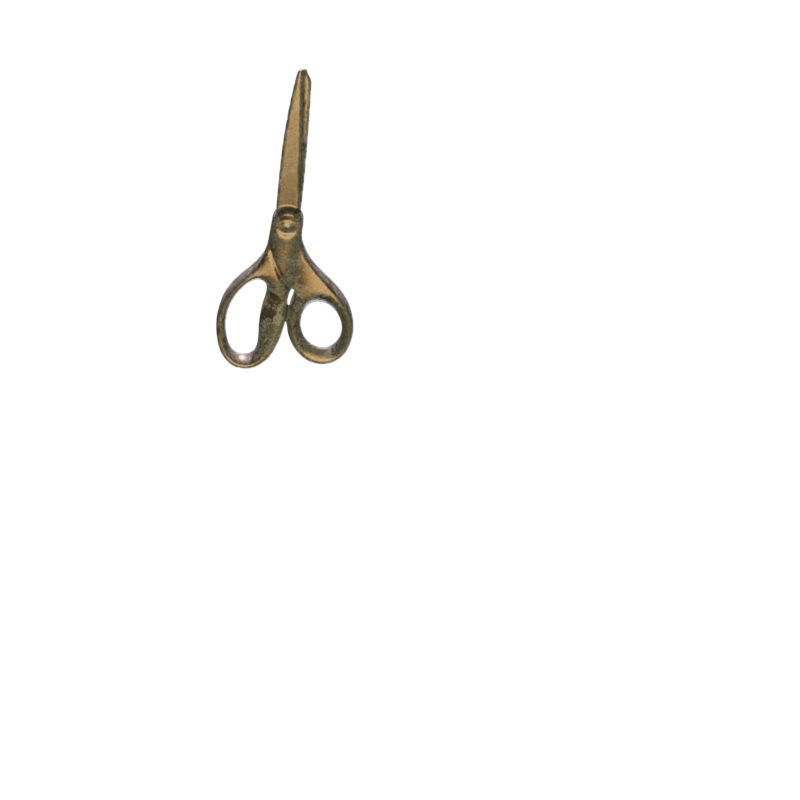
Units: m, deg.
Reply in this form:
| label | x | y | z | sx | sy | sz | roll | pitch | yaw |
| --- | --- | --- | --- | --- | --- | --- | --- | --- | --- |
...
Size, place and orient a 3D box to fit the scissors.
| label | x | y | z | sx | sy | sz | roll | pitch | yaw |
| --- | --- | --- | --- | --- | --- | --- | --- | --- | --- |
| scissors | -0.053 | -0.097 | 0.681 | 0.094 | 0.194 | 0.017 | 21 | 27 | -11 |
